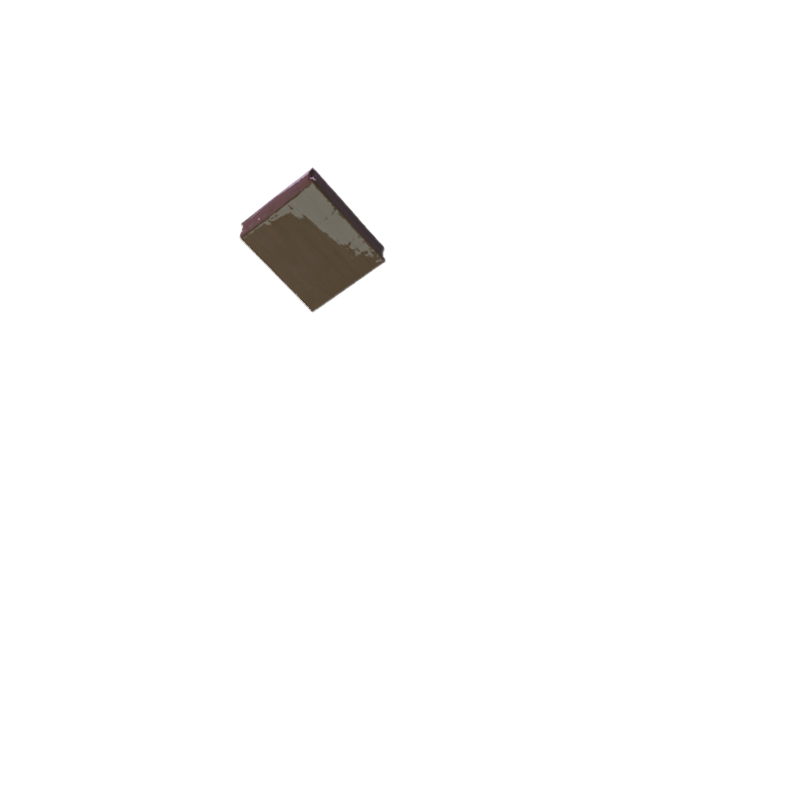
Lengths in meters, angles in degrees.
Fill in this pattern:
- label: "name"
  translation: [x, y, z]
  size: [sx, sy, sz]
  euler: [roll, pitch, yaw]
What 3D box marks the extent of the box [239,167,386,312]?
- label: "box"
  translation: [-0.066, -0.120, 0.842]
  size: [0.073, 0.085, 0.032]
  euler: [-36, 24, 18]
